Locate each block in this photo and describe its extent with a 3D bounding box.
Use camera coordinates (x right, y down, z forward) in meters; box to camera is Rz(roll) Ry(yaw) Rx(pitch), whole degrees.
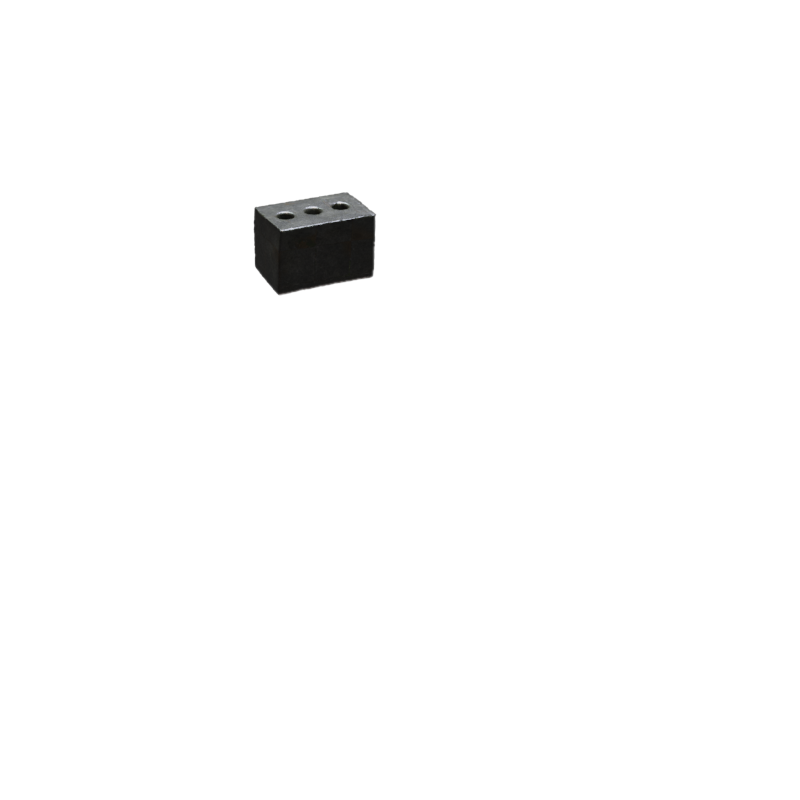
[{"bbox_3d":[-0.064,-0.117,0.819,0.077,0.048,0.057,-13,32,-23],"label":"block"}]
